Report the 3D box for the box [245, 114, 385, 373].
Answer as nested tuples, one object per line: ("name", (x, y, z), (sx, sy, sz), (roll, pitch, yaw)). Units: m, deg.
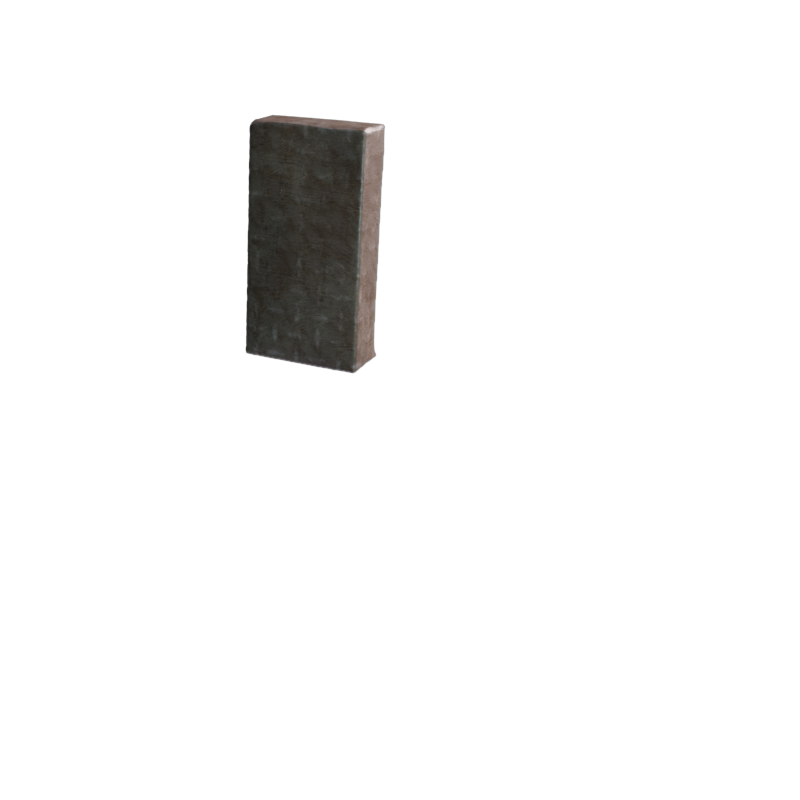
("box", (-0.063, -0.115, 0.805), (0.097, 0.170, 0.048), (8, 18, 23))
